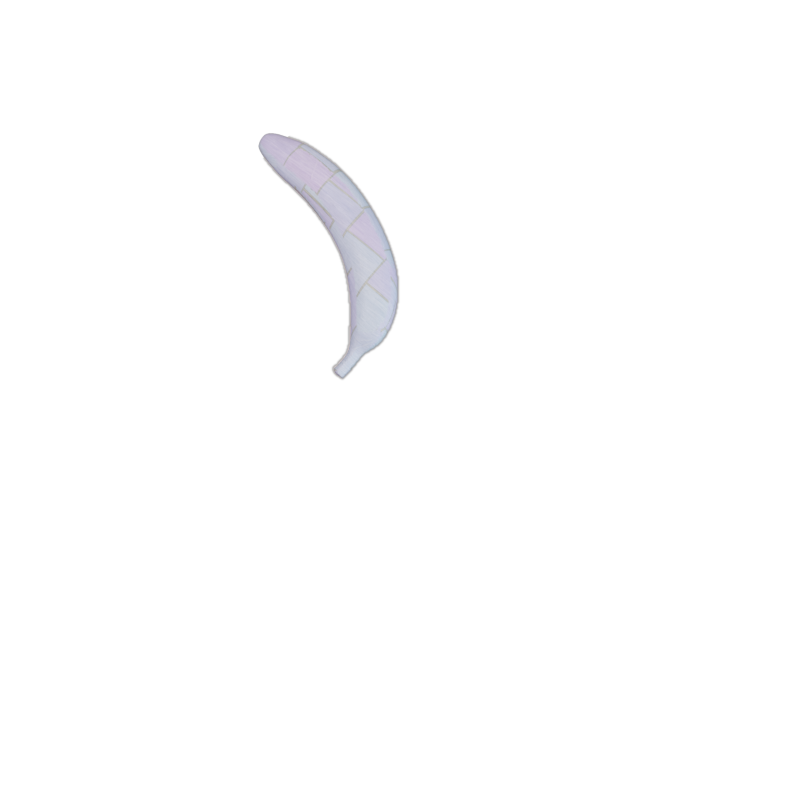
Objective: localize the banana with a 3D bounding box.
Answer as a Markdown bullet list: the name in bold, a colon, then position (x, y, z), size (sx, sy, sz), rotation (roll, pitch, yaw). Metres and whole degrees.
- **banana**: position (-0.046, -0.120, 0.829), size (0.069, 0.206, 0.035), rotation (-18, -16, -6)
